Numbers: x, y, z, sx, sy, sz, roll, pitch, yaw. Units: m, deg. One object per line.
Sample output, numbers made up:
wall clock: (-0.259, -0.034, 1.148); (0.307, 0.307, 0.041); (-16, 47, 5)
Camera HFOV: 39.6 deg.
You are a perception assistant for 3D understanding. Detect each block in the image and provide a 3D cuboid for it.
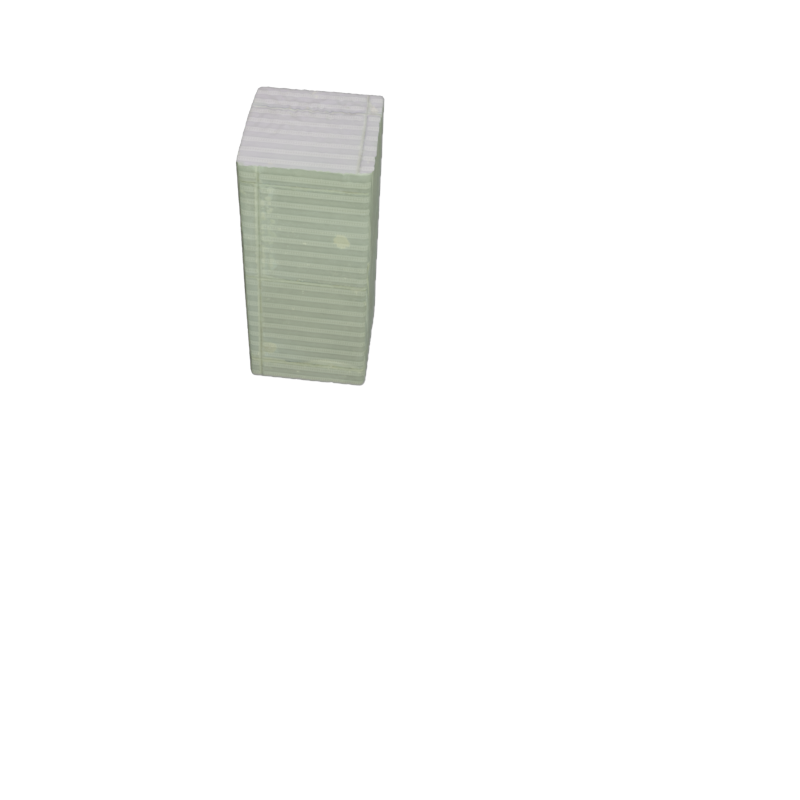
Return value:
block: (-0.063, -0.114, 0.801); (0.091, 0.096, 0.192); (6, -43, 2)
